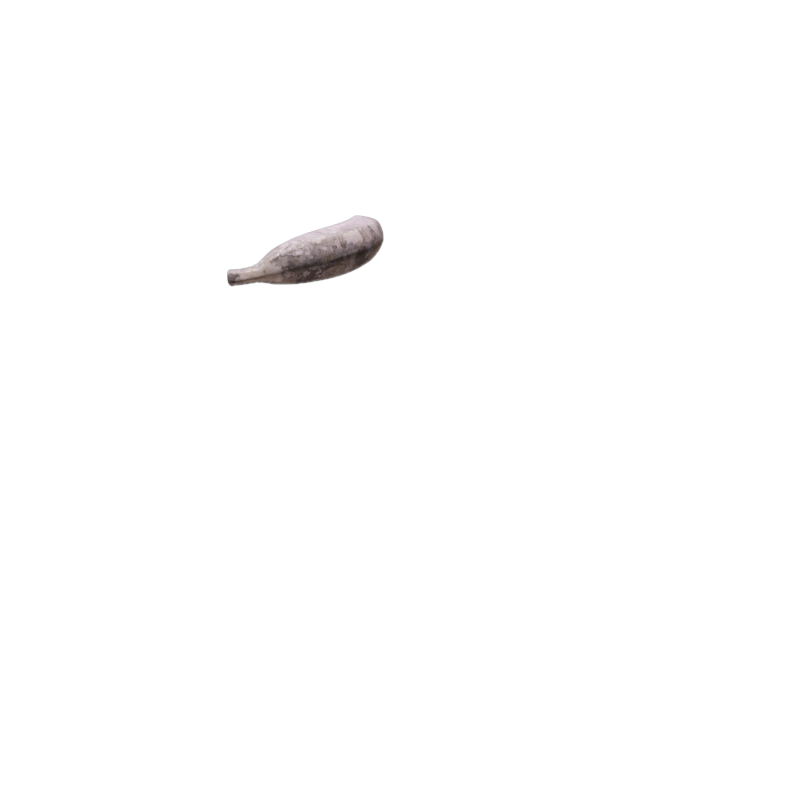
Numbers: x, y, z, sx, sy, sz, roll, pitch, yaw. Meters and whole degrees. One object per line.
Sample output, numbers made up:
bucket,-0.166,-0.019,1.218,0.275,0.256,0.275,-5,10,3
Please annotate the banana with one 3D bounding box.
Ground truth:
banana,-0.053,-0.120,0.858,0.072,0.035,0.197,8,19,25
